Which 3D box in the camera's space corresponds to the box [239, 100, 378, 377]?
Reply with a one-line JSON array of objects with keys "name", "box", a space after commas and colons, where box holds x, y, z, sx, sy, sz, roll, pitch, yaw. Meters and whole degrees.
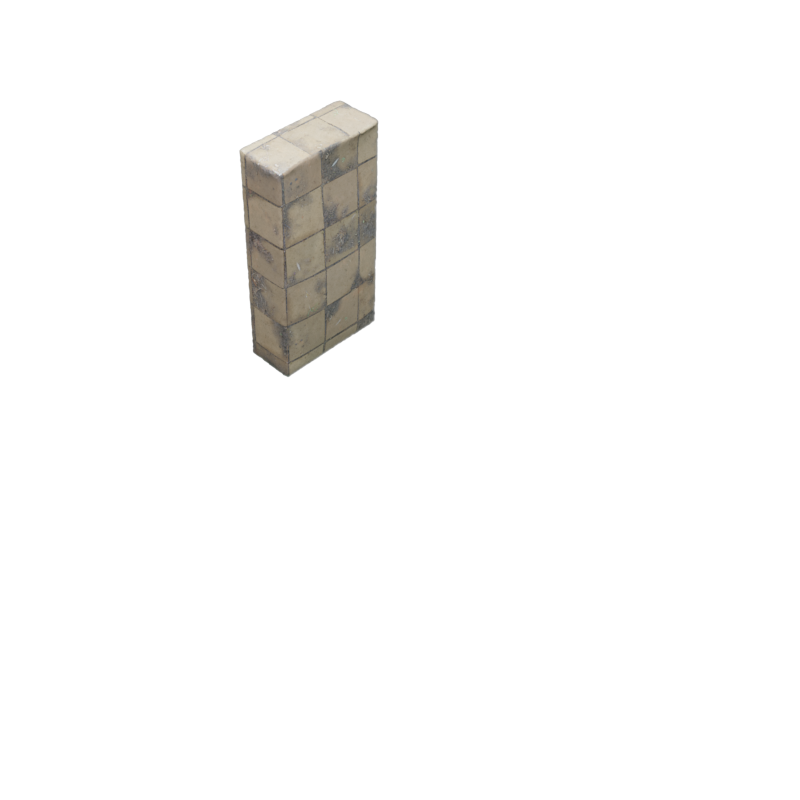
[{"name": "box", "box": [-0.060, -0.110, 0.770, 0.051, 0.164, 0.094, 34, 51, 29]}]
